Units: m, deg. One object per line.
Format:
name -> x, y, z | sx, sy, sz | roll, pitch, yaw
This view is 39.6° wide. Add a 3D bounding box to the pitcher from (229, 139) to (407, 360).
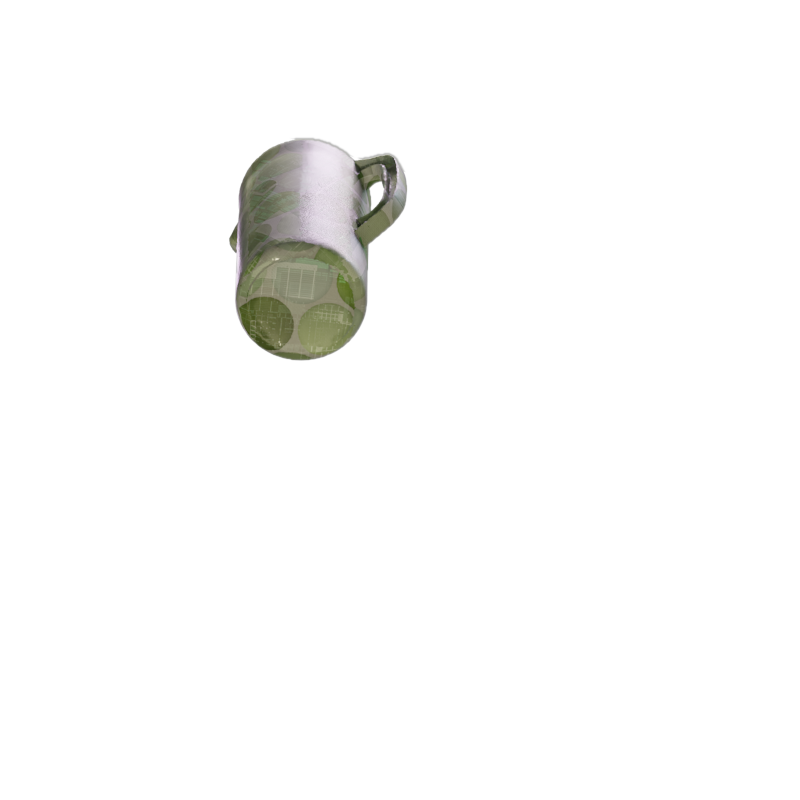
pitcher -> -0.078, -0.143, 0.999 | 0.142, 0.143, 0.257 | 15, 26, -11
